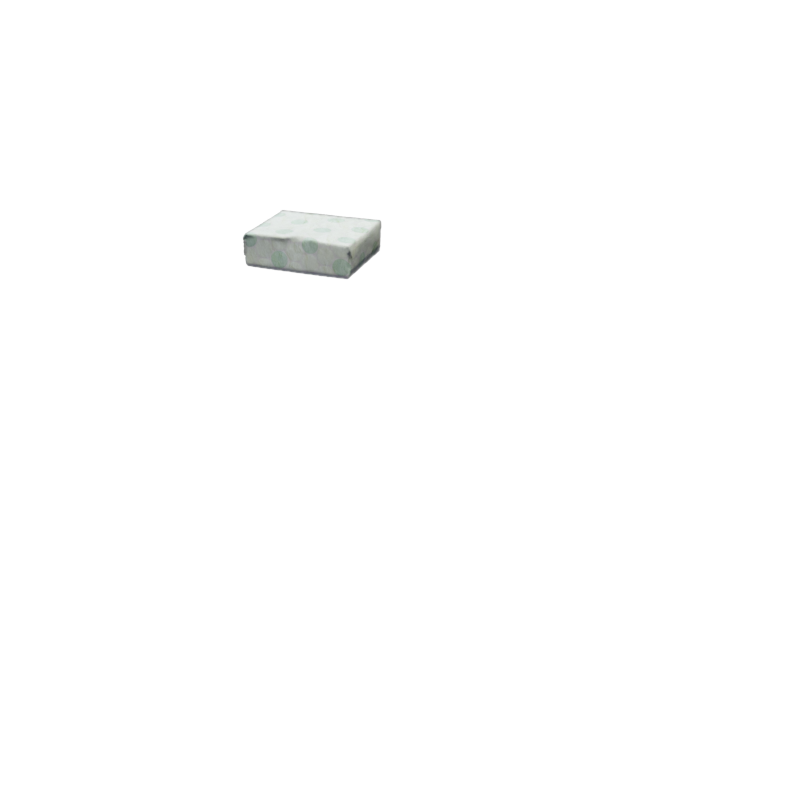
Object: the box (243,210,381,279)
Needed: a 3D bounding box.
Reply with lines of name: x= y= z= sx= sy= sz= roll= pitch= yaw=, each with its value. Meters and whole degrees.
box: x=-0.068 y=-0.124 z=0.871 sx=0.092 sy=0.029 sz=0.074 roll=9 pitch=25 yaw=19
